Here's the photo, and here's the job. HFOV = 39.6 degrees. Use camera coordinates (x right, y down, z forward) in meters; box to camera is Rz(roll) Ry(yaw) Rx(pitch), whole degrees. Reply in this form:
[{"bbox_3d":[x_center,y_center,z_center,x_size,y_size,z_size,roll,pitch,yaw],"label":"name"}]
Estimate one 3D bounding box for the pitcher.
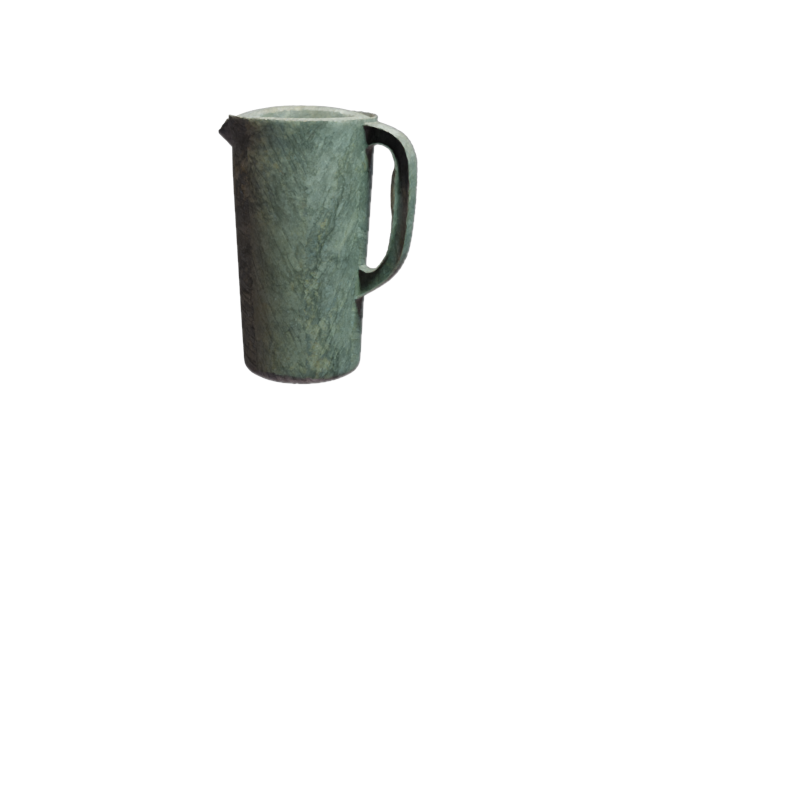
[{"bbox_3d":[-0.078,-0.142,0.998,0.141,0.236,0.157,-5,15,-23],"label":"pitcher"}]
